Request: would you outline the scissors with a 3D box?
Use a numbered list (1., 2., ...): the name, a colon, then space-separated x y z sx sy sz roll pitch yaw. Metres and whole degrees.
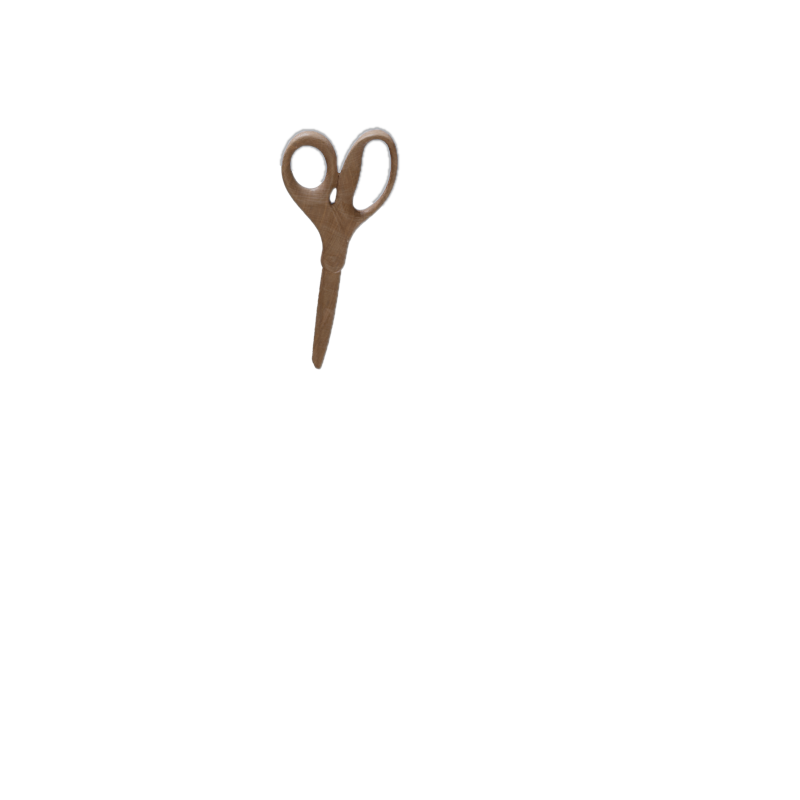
1. scissors: -0.067 -0.122 0.853 0.094 0.196 0.017 23 21 -9
